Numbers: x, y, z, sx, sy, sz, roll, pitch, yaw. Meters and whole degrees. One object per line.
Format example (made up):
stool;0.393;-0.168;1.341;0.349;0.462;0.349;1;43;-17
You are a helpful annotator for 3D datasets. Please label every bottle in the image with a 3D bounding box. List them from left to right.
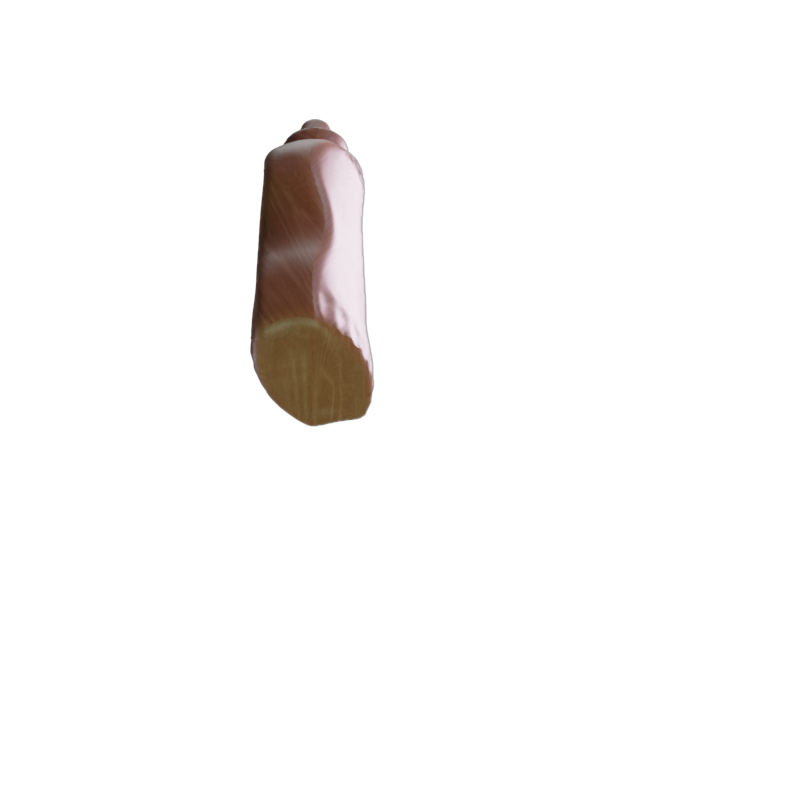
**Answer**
bottle;-0.048;-0.089;0.623;0.059;0.206;0.088;-13;-41;11
